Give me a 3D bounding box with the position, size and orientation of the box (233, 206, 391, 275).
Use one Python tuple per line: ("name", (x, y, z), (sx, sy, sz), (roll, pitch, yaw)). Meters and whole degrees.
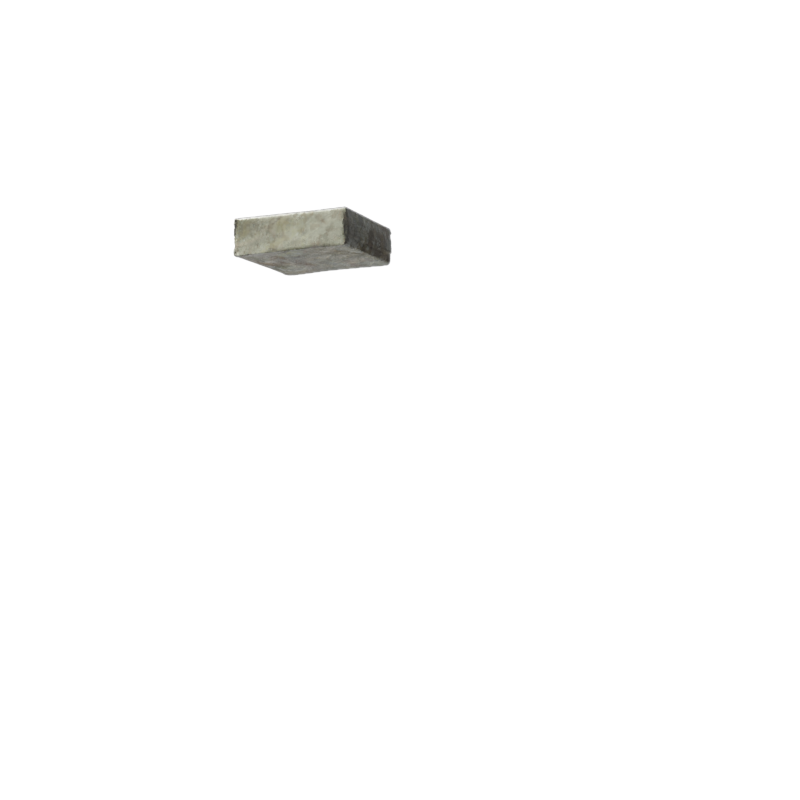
("box", (-0.076, -0.139, 0.974), (0.116, 0.040, 0.085), (-4, -8, 26))
